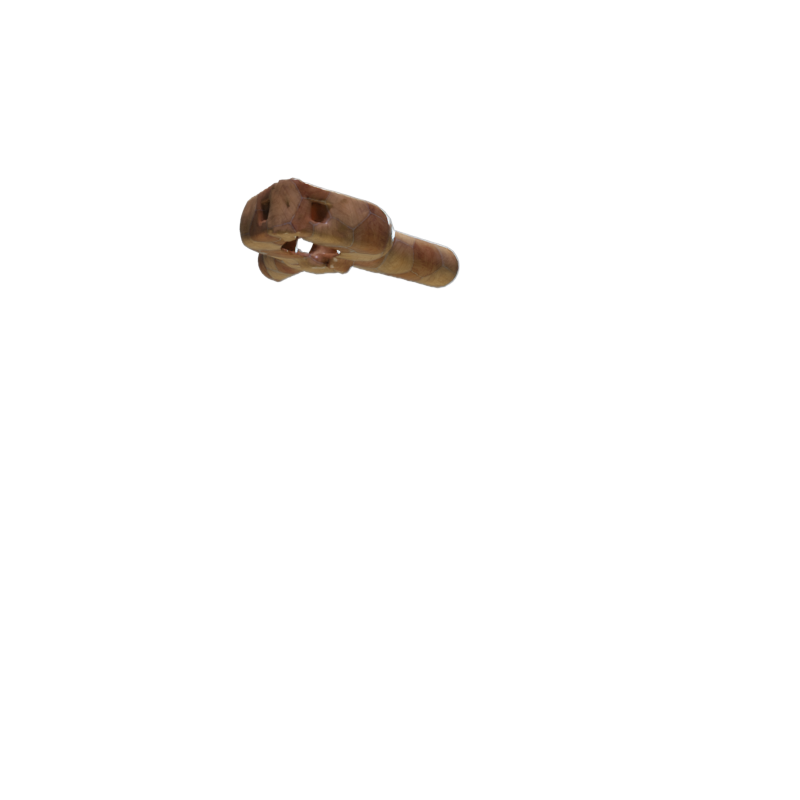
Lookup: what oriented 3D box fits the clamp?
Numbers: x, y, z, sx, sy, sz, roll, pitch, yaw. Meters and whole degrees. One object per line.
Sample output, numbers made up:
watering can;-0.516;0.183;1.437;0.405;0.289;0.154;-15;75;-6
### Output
clamp;-0.047;-0.086;0.600;0.123;0.040;0.163;-3;-8;21
